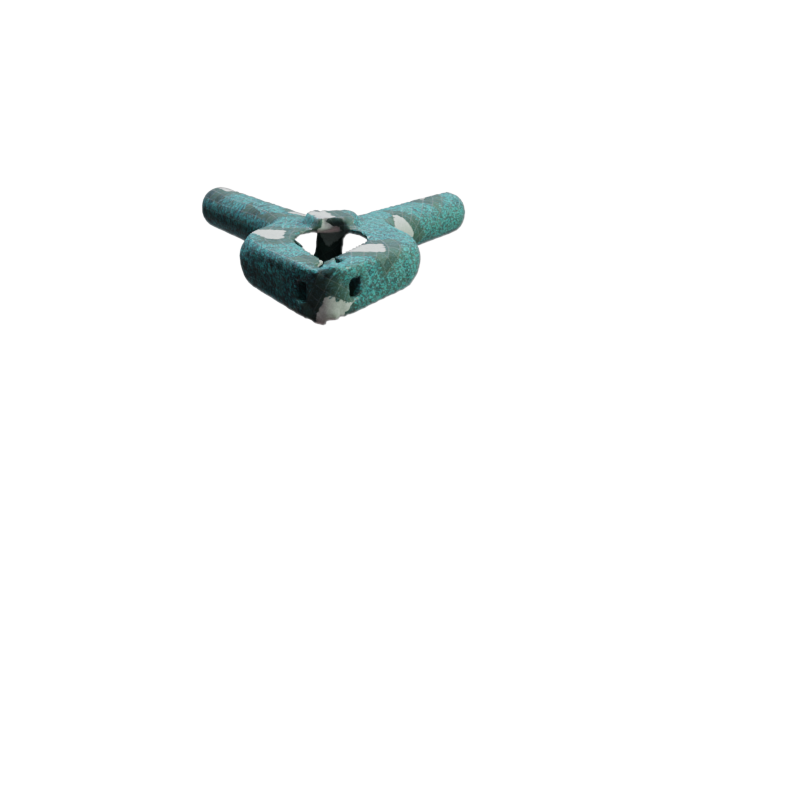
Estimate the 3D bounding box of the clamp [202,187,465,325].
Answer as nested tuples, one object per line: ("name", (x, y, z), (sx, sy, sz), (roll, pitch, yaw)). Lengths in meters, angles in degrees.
("clamp", (-0.049, -0.089, 0.620), (0.166, 0.035, 0.217), (2, 21, 5))
